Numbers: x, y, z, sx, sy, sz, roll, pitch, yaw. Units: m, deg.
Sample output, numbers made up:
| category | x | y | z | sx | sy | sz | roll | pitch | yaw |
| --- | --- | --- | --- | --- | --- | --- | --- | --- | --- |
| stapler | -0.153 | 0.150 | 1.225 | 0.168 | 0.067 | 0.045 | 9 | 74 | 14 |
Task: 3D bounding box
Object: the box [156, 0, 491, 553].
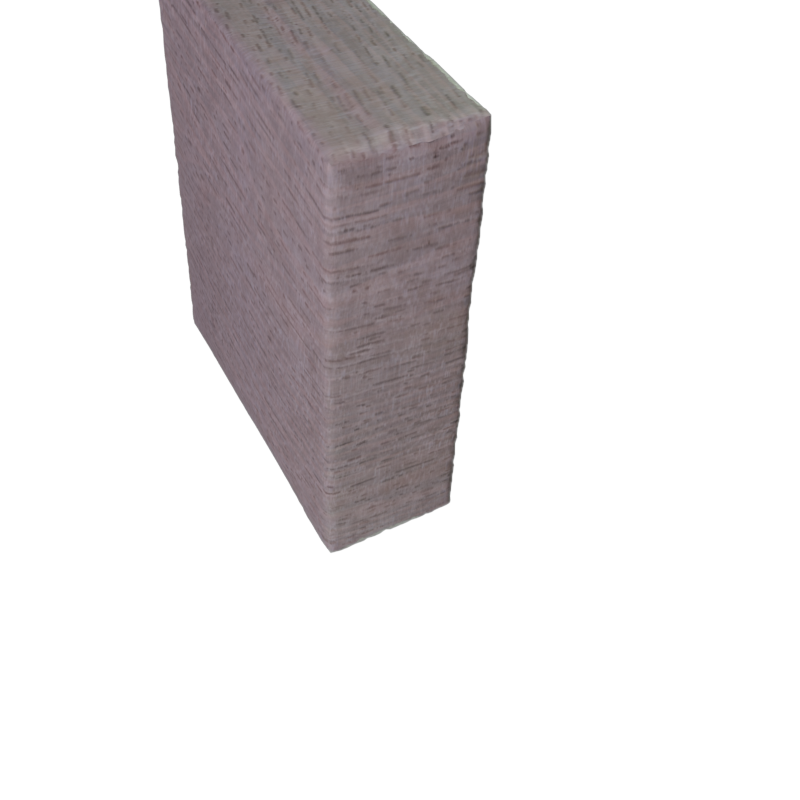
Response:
| category | x | y | z | sx | sy | sz | roll | pitch | yaw |
| --- | --- | --- | --- | --- | --- | --- | --- | --- | --- |
| box | -0.037 | -0.068 | 0.475 | 0.071 | 0.199 | 0.178 | -18 | 48 | -21 |
